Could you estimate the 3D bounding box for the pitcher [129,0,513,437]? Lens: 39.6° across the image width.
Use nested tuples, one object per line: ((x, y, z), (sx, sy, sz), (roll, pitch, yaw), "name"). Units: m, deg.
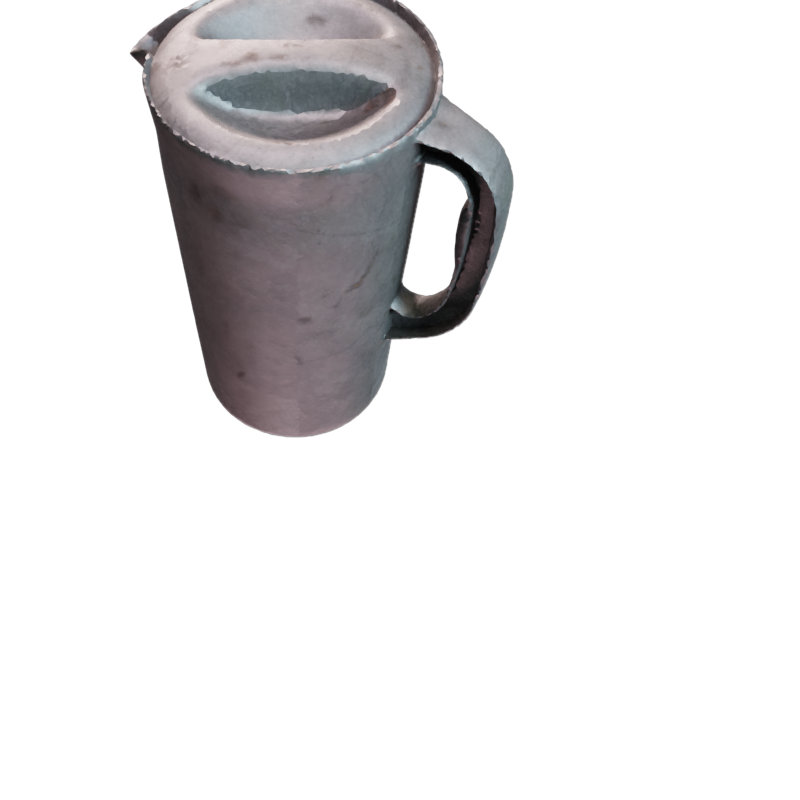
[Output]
((-0.045, -0.081, 0.570), (0.144, 0.161, 0.227), (-16, -34, -15), "pitcher")
